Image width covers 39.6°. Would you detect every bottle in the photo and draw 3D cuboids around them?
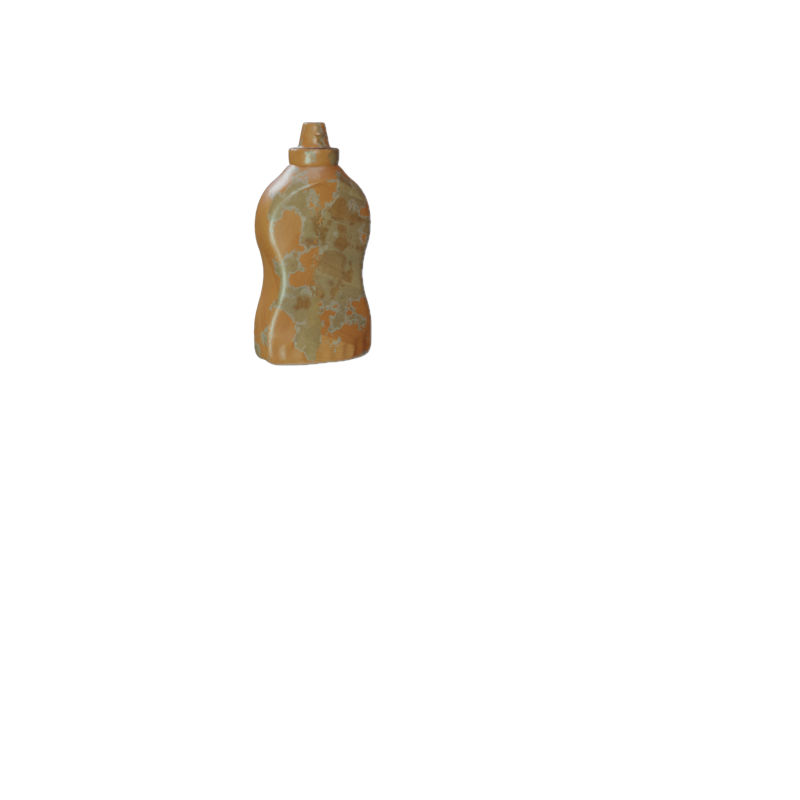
[{"bbox_3d":[-0.070,-0.128,0.894,0.093,0.188,0.061,-3,8,-26],"label":"bottle"}]
